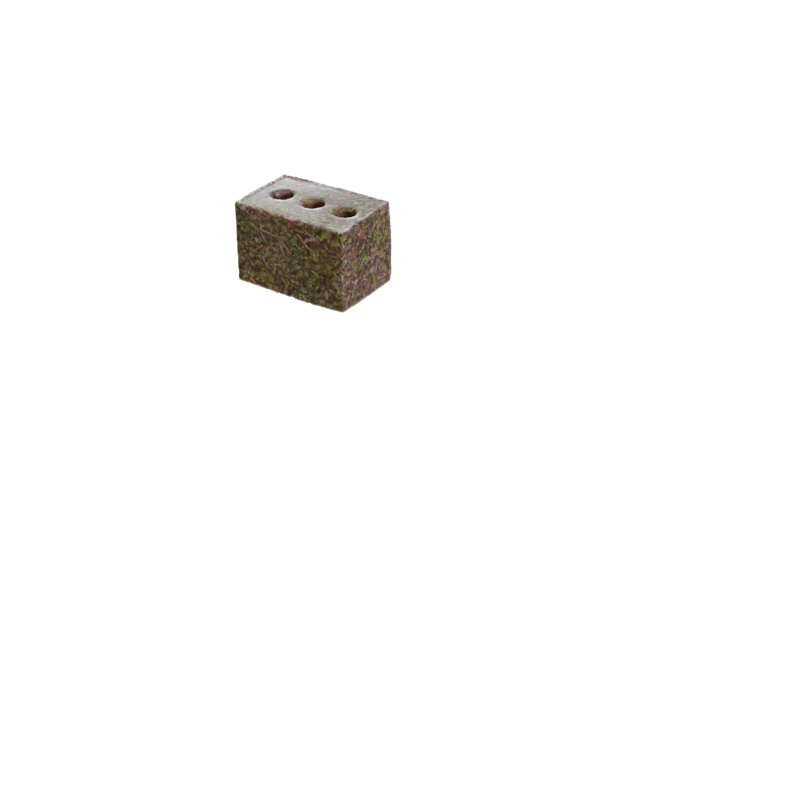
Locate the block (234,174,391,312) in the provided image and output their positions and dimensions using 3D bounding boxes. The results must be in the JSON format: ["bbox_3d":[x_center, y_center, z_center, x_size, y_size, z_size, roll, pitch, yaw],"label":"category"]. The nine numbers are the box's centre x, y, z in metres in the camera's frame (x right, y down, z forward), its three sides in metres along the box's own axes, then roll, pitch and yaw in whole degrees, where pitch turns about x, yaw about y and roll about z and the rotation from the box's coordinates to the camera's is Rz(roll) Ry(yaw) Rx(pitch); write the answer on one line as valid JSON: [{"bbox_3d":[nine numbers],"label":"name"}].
[{"bbox_3d":[-0.051,-0.093,0.649,0.082,0.048,0.053,19,34,27],"label":"block"}]
